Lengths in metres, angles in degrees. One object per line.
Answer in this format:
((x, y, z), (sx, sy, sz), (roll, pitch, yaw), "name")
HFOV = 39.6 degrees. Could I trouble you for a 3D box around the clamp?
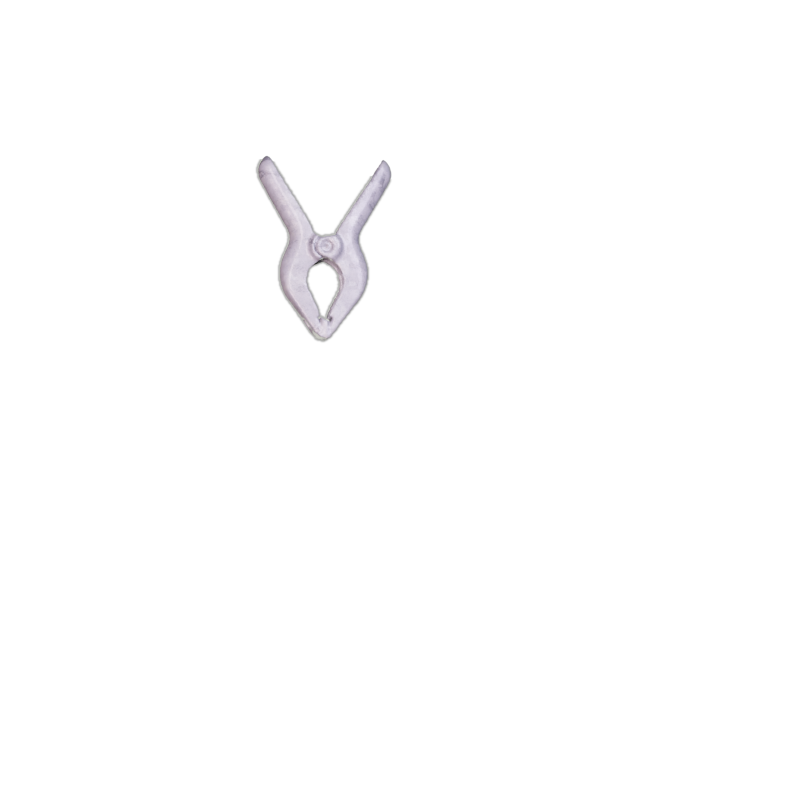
((-0.078, -0.142, 0.991), (0.120, 0.177, 0.038), (8, -13, 2), "clamp")
